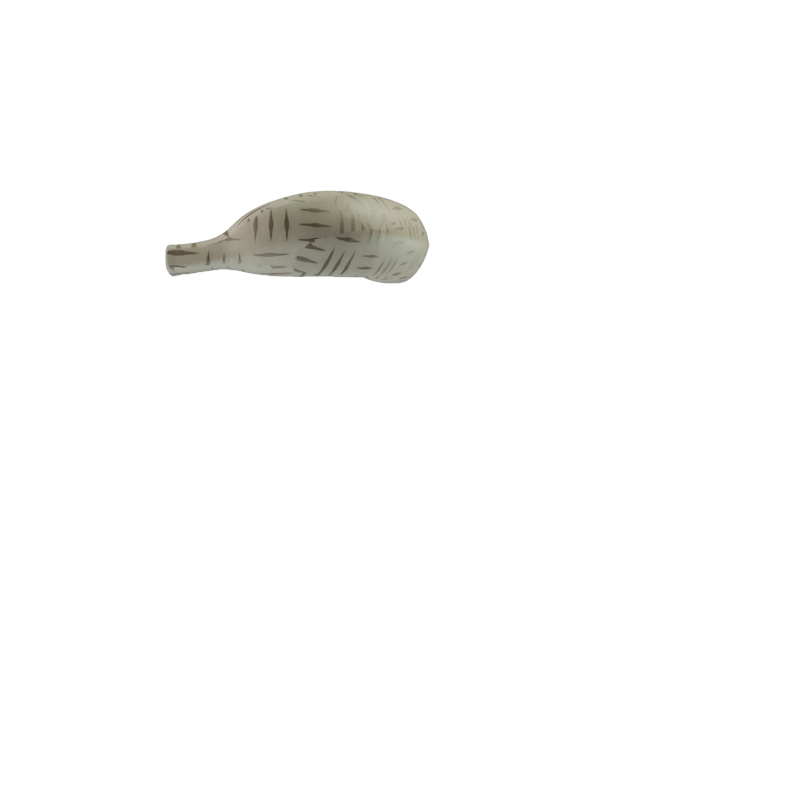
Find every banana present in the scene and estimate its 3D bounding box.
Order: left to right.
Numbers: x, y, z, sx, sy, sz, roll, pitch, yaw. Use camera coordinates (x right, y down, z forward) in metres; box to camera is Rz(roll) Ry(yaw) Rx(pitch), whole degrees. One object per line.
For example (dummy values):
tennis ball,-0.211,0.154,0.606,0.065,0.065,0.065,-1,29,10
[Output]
banana,-0.024,-0.072,0.499,0.072,0.037,0.192,1,5,24
